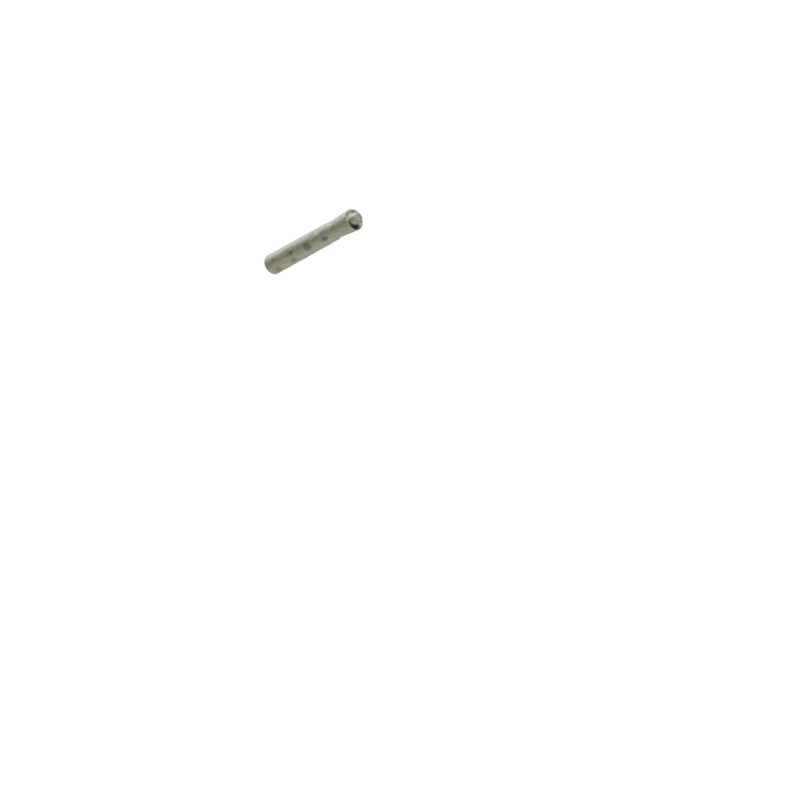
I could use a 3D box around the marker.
[{"bbox_3d":[-0.074,-0.135,0.944,0.019,0.020,0.122,-3,-11,-43],"label":"marker"}]
